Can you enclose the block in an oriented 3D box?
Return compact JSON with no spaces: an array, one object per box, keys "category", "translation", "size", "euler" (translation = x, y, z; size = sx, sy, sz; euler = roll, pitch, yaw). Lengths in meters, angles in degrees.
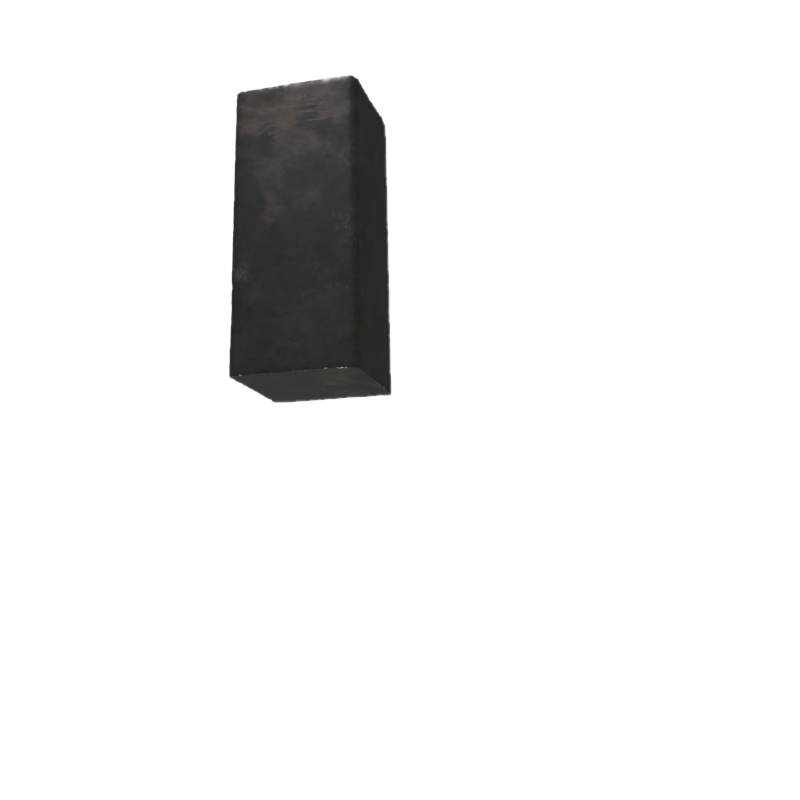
[{"category":"block","translation":[-0.060,-0.111,0.778],"size":[0.092,0.215,0.085],"euler":[-6,-19,15]}]
